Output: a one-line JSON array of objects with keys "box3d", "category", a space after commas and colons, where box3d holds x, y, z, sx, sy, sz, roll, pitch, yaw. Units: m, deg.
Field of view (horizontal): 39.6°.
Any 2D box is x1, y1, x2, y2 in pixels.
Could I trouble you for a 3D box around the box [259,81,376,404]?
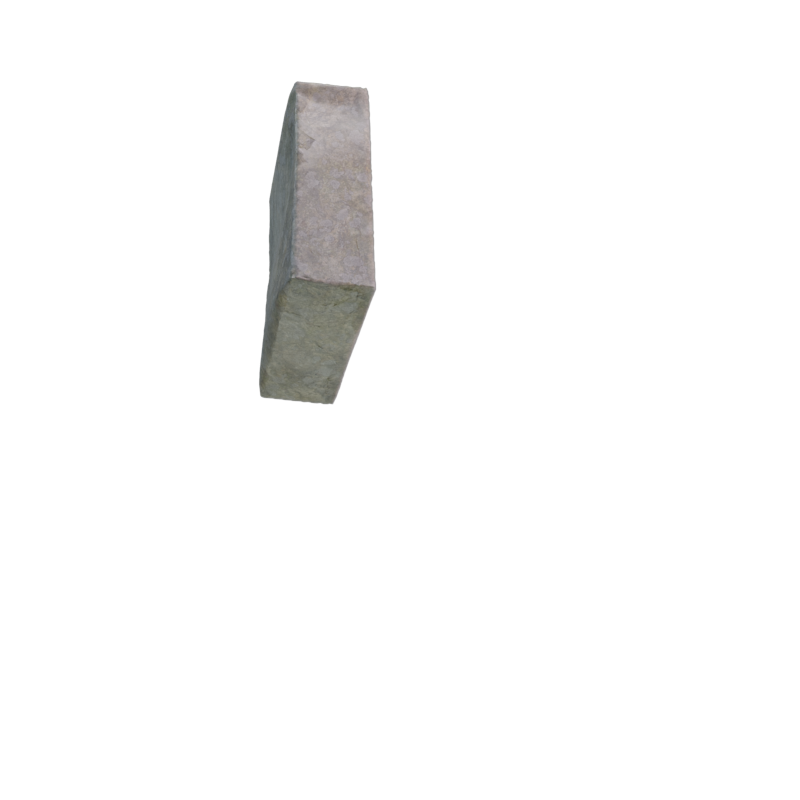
[{"box3d": [-0.072, -0.131, 0.915, 0.071, 0.229, 0.155, 6, -36, -12], "category": "box"}]
